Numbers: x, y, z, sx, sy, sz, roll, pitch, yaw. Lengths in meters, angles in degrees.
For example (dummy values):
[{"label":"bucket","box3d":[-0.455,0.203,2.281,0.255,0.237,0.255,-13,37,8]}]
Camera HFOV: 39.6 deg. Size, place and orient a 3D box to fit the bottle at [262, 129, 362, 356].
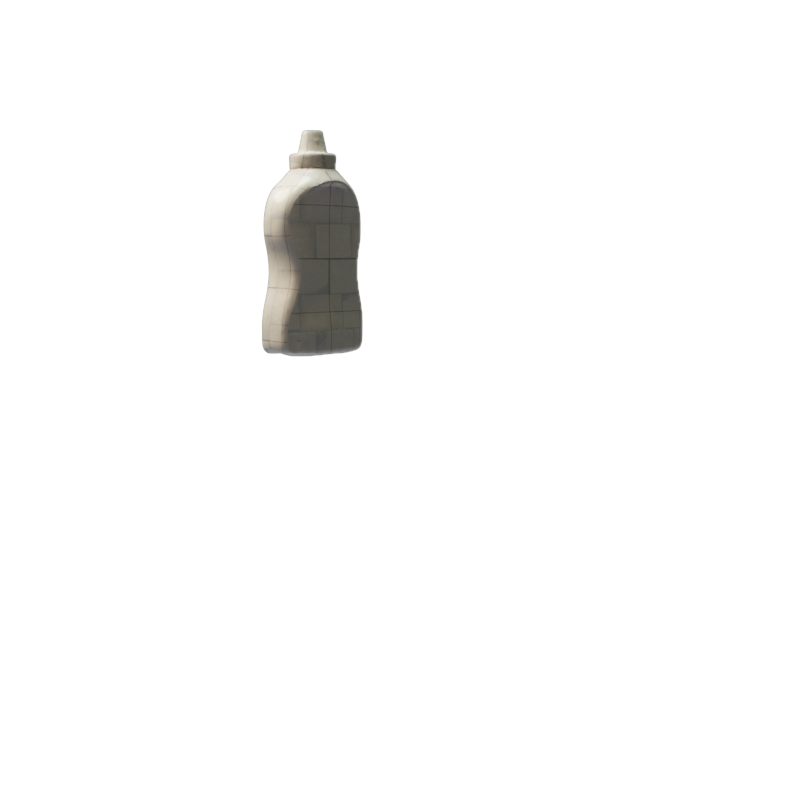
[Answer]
[{"label":"bottle","box3d":[-0.075,-0.137,0.958,0.092,0.191,0.061,-2,2,-44]}]
